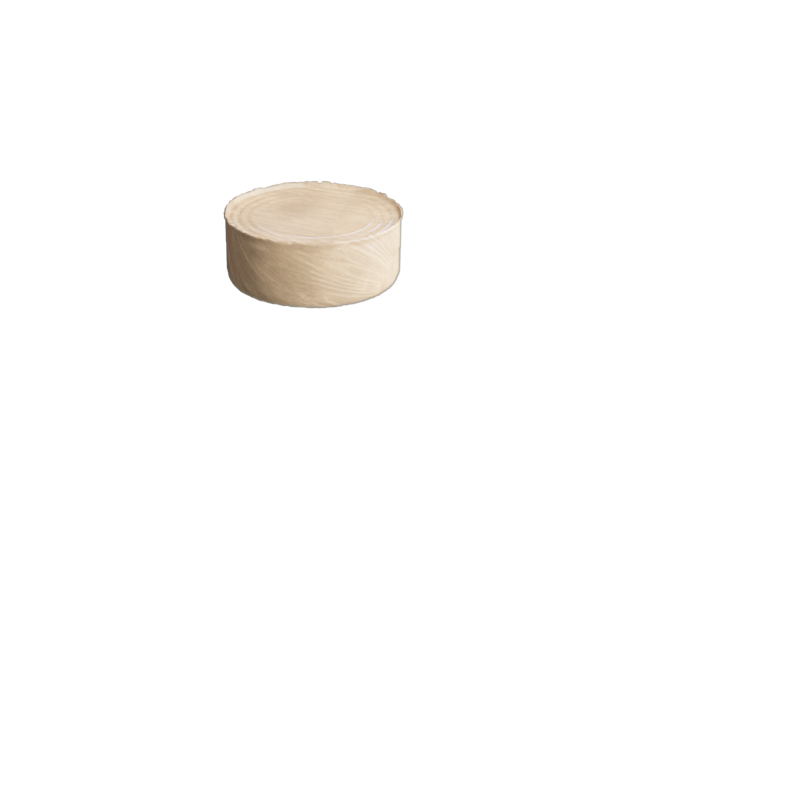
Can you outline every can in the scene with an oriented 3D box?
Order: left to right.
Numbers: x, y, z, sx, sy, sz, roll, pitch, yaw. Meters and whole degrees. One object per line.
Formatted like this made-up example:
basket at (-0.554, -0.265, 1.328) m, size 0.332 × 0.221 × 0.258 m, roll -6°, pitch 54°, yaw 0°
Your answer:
can at (-0.042, -0.076, 0.534) m, size 0.086 × 0.032 × 0.091 m, roll -1°, pitch 28°, yaw -2°
